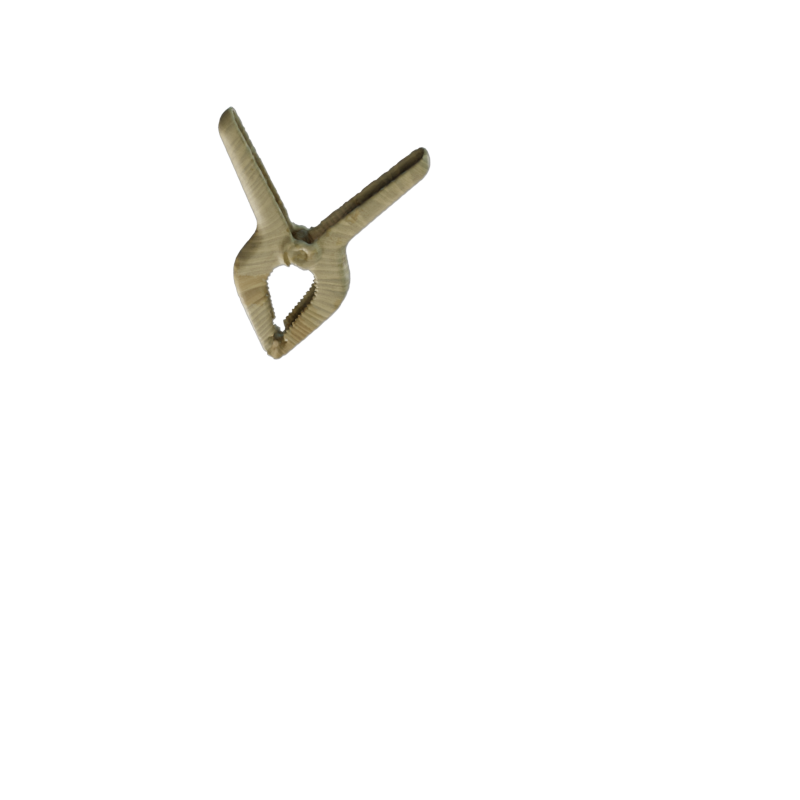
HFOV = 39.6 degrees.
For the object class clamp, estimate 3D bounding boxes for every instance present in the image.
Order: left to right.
[{"bbox_3d":[-0.069,-0.126,0.883,0.164,0.199,0.039,7,28,-4],"label":"clamp"}]
